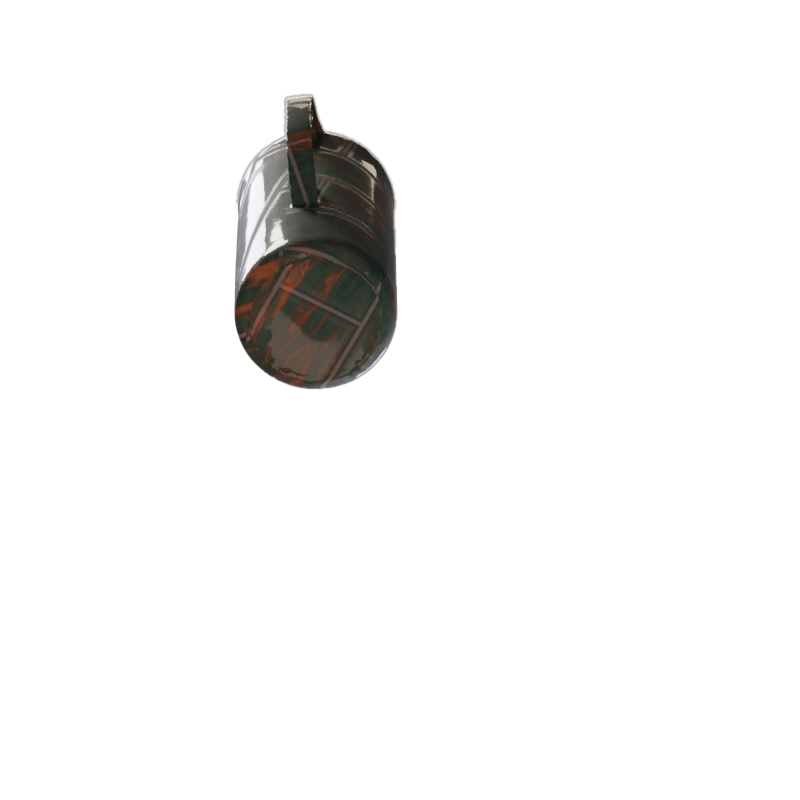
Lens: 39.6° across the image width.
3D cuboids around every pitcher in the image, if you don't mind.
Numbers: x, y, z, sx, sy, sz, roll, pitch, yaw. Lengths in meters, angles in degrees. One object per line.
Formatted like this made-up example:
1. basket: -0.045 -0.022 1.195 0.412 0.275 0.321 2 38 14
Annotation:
1. pitcher: -0.065 -0.119 0.830 0.144 0.143 0.256 36 18 -18
